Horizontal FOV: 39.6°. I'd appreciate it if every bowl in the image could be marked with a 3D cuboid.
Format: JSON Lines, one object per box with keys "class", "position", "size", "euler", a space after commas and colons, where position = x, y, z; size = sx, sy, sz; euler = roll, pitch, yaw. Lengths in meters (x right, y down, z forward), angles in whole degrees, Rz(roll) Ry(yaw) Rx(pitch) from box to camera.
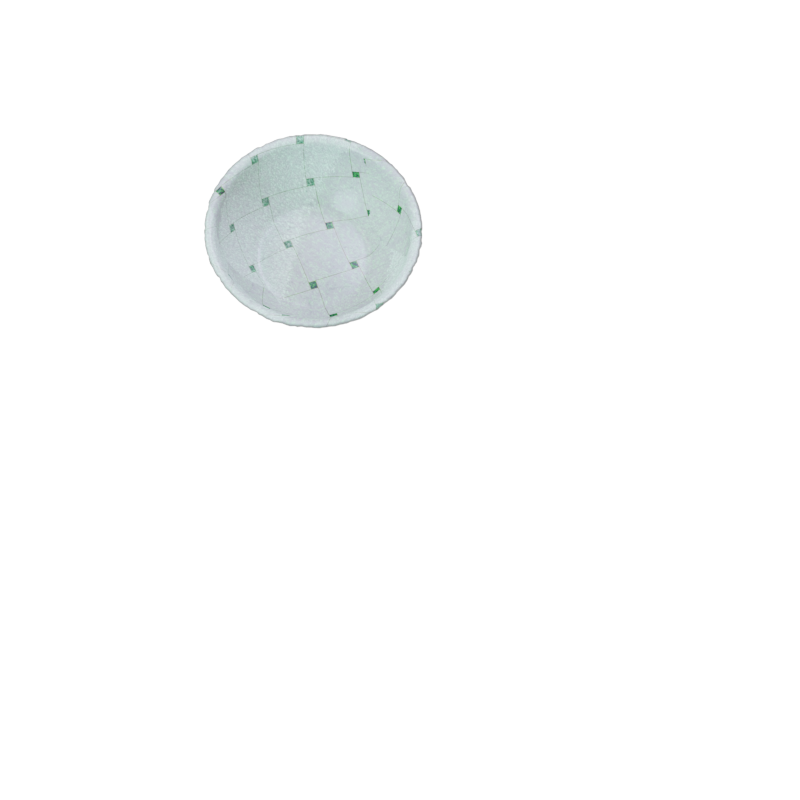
{"class": "bowl", "position": [-0.066, -0.121, 0.844], "size": [0.162, 0.171, 0.052], "euler": [-1, -24, -1]}
